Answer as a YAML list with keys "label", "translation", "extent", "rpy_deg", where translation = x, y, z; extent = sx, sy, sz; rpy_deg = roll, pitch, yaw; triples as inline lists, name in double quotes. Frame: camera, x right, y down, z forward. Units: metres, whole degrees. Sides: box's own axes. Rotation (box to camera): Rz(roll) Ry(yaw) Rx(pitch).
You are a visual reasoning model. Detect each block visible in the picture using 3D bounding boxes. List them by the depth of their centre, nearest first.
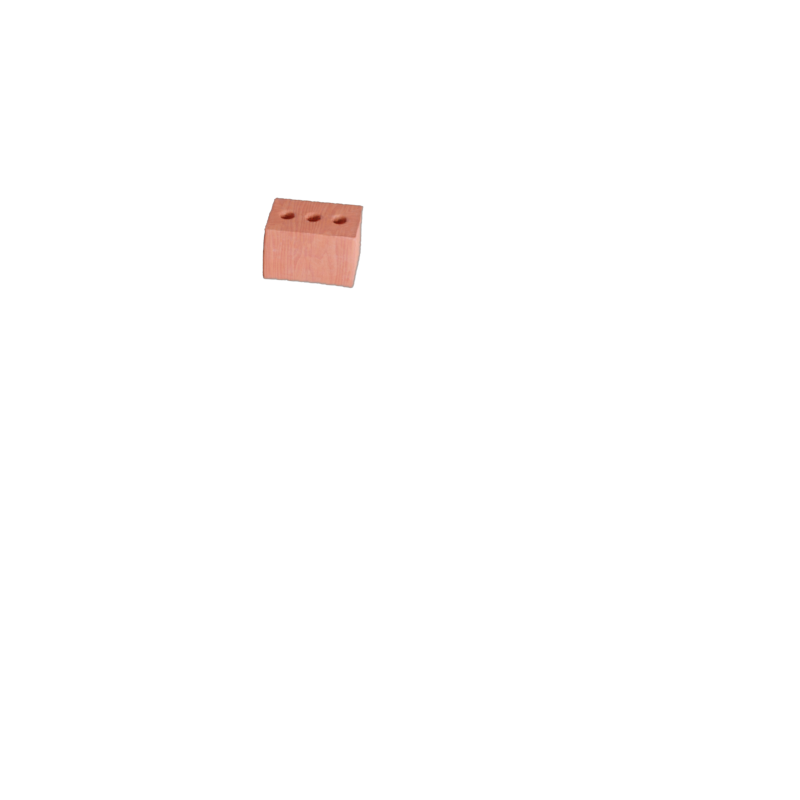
- label: "block"
  translation: [-0.073, -0.132, 0.927]
  extent: [0.079, 0.048, 0.056]
  rpy_deg: [6, 39, 6]
